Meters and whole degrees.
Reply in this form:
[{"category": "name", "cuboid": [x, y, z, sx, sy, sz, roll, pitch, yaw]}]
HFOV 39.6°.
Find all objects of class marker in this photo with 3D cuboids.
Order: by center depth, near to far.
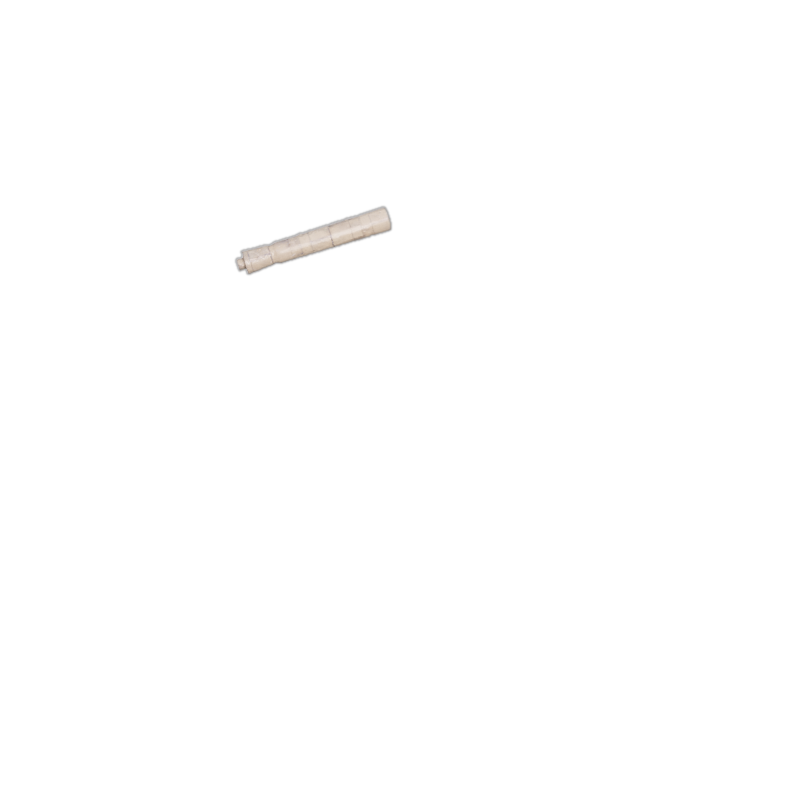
[{"category": "marker", "cuboid": [-0.066, -0.121, 0.847, 0.121, 0.020, 0.020, -18, 6, -4]}]
